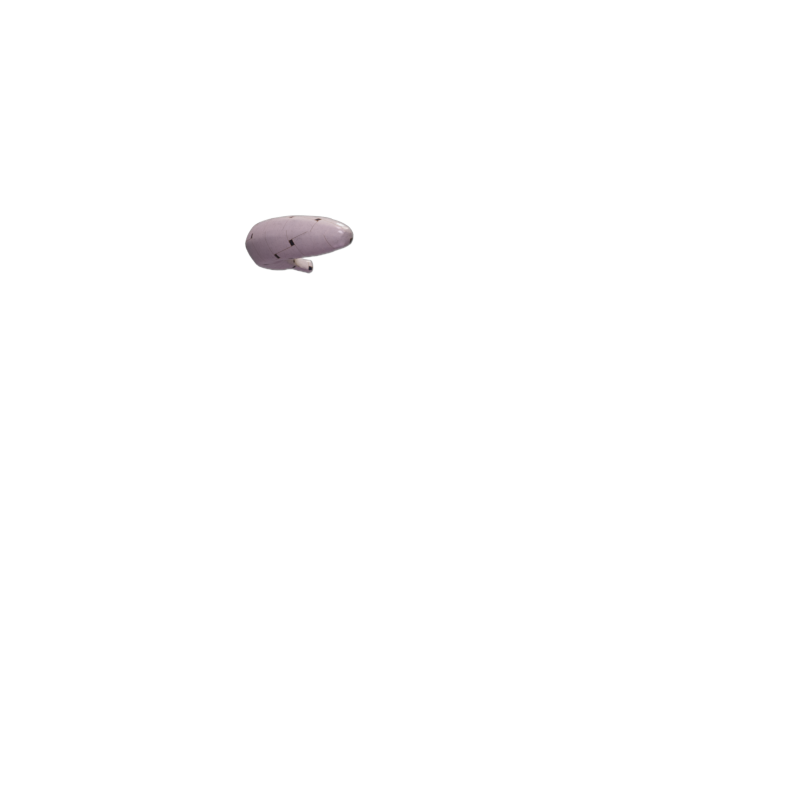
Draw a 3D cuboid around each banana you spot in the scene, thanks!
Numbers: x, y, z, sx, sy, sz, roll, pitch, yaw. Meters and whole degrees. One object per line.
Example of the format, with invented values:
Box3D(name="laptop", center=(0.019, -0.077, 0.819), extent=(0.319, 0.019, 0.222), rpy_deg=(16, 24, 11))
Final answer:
Box3D(name="banana", center=(-0.090, -0.130, 0.909), extent=(0.068, 0.037, 0.200), rpy_deg=(0, 2, -13))
